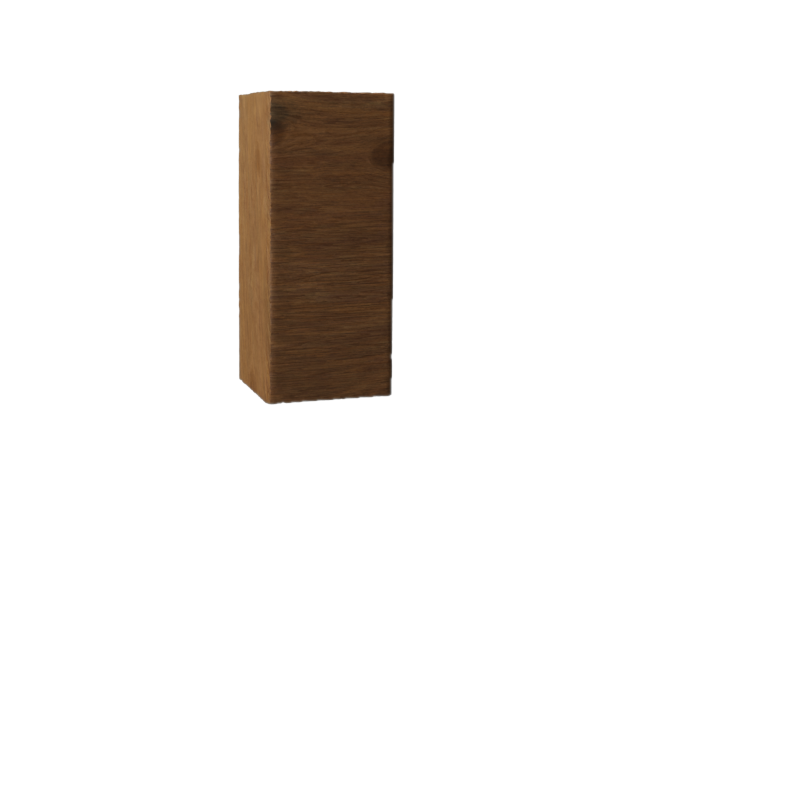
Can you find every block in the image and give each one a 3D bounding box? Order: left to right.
[{"bbox_3d":[-0.061,-0.111,0.777,0.089,0.203,0.094,-2,7,-20],"label":"block"}]
